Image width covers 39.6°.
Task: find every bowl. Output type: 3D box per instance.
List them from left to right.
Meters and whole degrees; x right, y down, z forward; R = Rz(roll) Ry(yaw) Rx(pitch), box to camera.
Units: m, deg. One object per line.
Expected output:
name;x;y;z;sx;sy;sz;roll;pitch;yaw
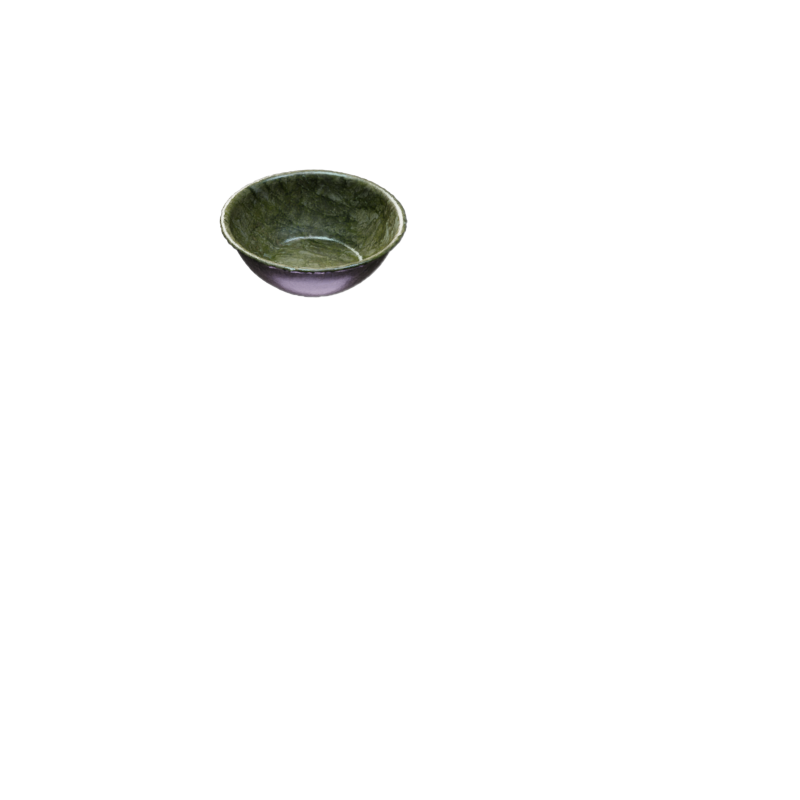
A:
bowl;-0.076;-0.139;0.971;0.162;0.051;0.174;-1;39;-2
